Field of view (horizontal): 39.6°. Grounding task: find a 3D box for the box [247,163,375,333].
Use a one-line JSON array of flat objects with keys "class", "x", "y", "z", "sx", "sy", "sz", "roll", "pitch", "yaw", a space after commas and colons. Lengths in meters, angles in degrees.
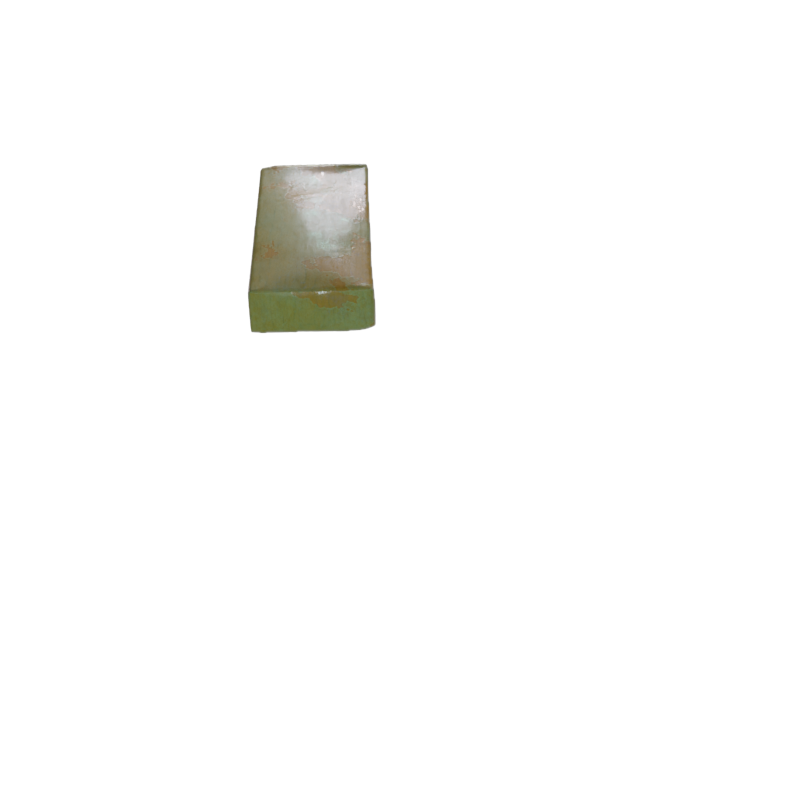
[{"class": "box", "x": -0.069, "y": -0.125, "z": 0.873, "sx": 0.093, "sy": 0.045, "sz": 0.189, "roll": -3, "pitch": 42, "yaw": -1}]
